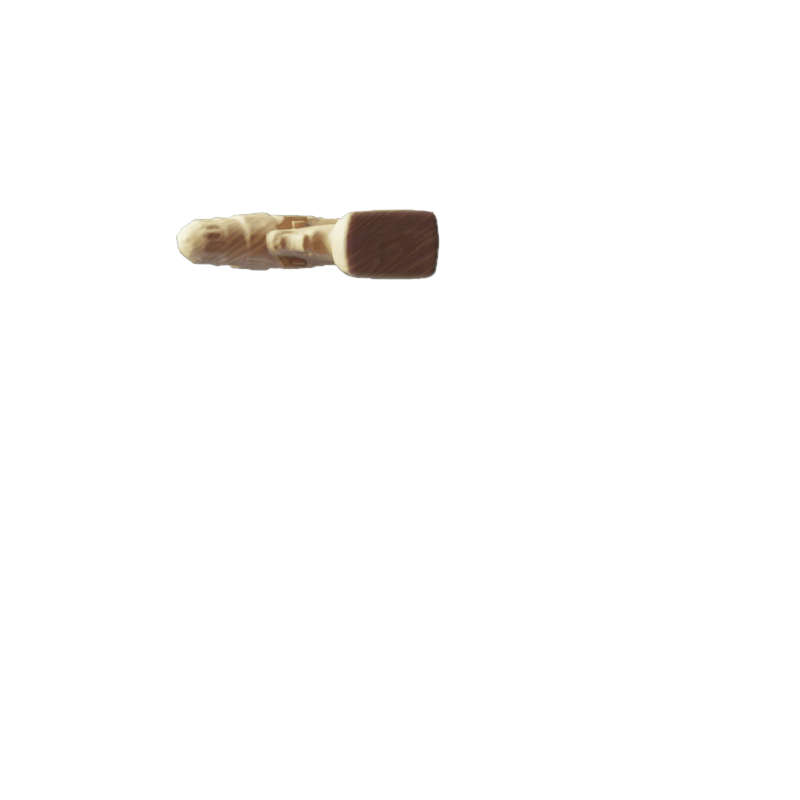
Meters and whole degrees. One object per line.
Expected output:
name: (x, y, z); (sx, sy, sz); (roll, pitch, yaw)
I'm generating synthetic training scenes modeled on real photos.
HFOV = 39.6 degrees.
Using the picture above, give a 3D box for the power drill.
power drill: (-0.074, -0.136, 0.950); (0.179, 0.056, 0.197); (-8, 13, -38)
